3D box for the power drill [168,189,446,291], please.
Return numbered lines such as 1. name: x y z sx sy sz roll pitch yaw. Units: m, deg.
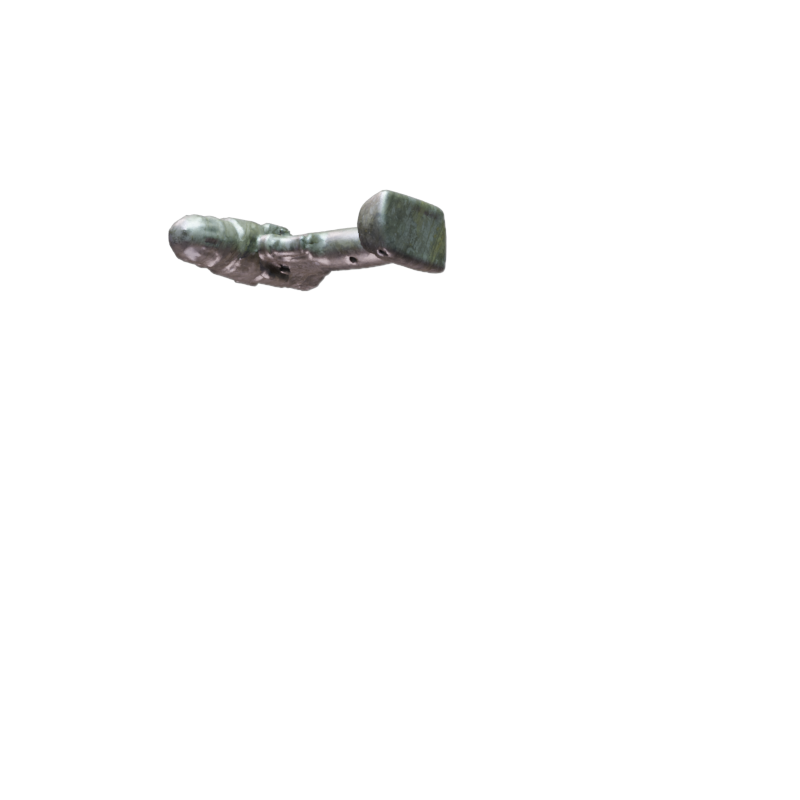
1. power drill: -0.071 -0.130 0.911 0.193 0.058 0.176 -2 -3 34
